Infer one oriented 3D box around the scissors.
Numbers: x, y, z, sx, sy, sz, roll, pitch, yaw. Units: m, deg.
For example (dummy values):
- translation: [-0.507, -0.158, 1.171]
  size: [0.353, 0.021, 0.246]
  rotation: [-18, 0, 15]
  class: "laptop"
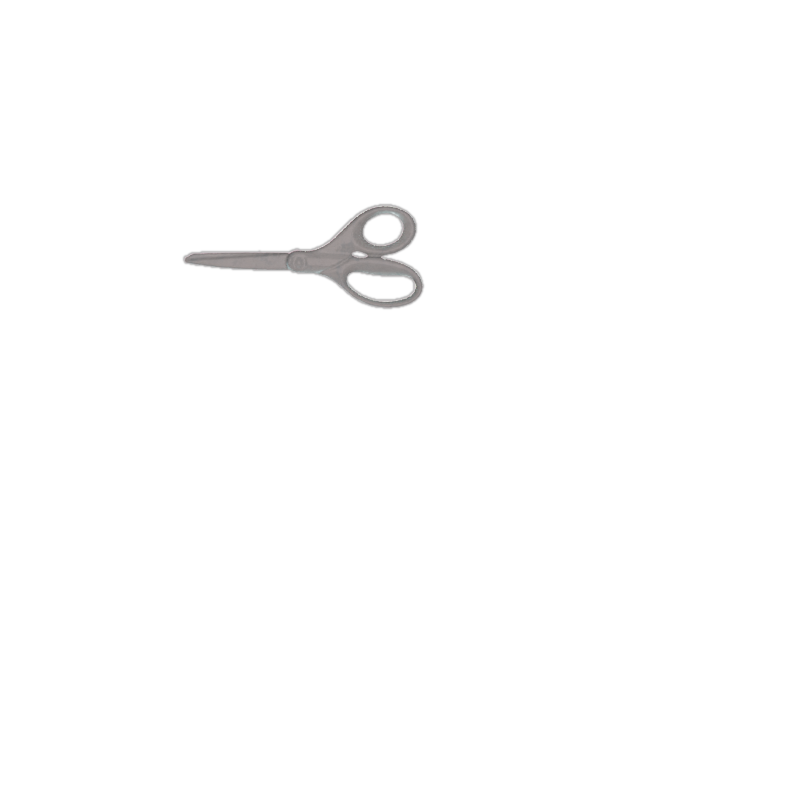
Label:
- translation: [-0.074, -0.134, 0.939]
  size: [0.201, 0.095, 0.016]
  rotation: [16, 6, -2]
  class: "scissors"
